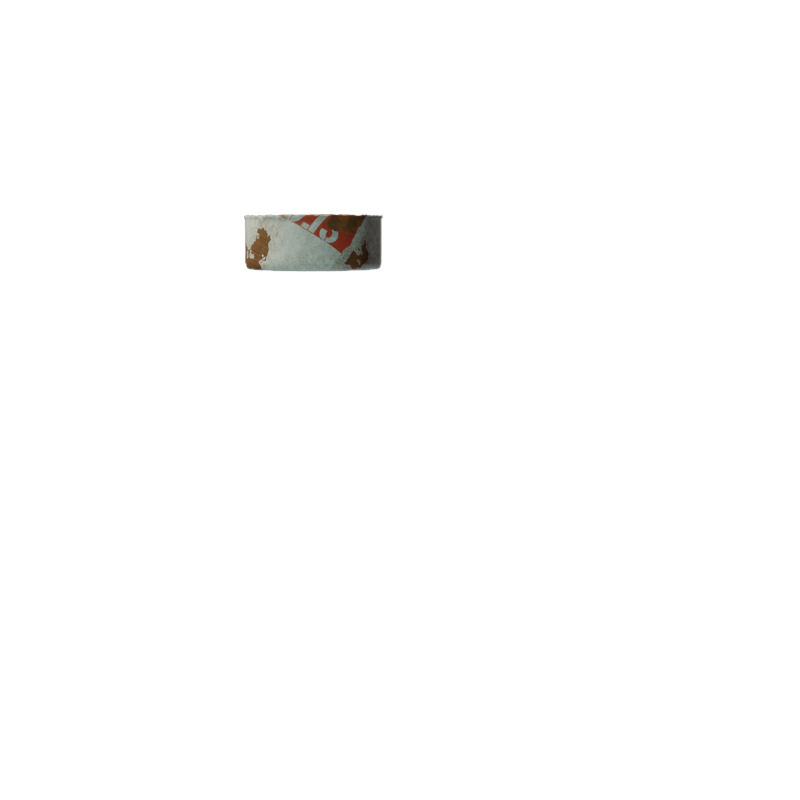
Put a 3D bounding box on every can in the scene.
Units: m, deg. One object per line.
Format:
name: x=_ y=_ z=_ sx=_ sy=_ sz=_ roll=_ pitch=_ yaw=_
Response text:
can: x=-0.054 y=-0.098 z=0.685 sx=0.086 sy=0.033 sz=0.087 roll=0 pitch=8 yaw=-2
